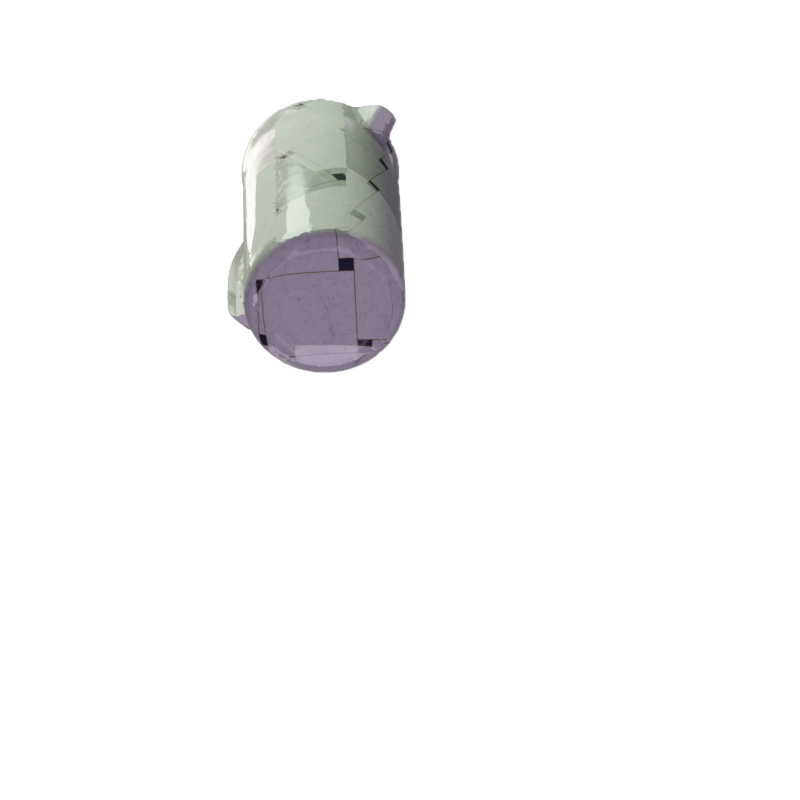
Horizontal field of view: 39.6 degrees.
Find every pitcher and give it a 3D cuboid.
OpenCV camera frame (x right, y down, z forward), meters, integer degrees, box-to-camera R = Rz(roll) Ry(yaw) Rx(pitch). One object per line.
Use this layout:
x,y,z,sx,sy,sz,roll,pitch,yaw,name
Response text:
-0.065,-0.119,0.836,0.145,0.140,0.258,-2,31,-2,pitcher
